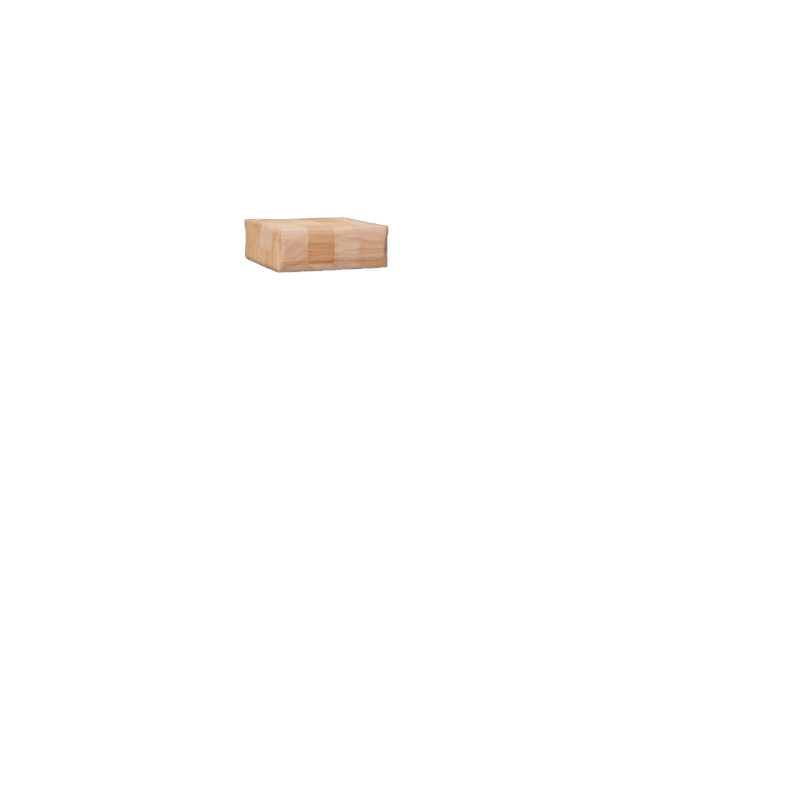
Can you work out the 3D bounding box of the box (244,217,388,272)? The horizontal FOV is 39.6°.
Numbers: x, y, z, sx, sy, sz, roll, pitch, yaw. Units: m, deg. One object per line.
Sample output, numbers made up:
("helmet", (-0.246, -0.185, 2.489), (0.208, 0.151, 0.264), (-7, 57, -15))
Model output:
("box", (-0.057, -0.104, 0.725), (0.072, 0.029, 0.093), (-4, 13, -19))
